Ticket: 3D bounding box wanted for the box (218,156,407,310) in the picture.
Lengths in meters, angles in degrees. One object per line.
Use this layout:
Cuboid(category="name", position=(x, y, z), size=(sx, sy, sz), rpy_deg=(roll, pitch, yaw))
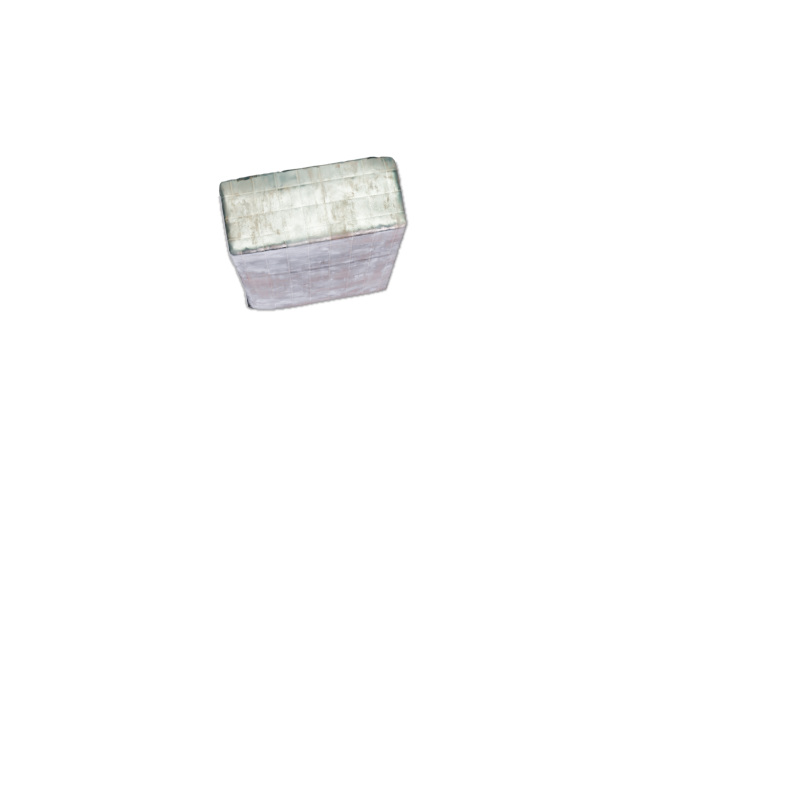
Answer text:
Cuboid(category="box", position=(-0.050, -0.092, 0.639), size=(0.093, 0.049, 0.172), rpy_deg=(-9, -7, -5))
